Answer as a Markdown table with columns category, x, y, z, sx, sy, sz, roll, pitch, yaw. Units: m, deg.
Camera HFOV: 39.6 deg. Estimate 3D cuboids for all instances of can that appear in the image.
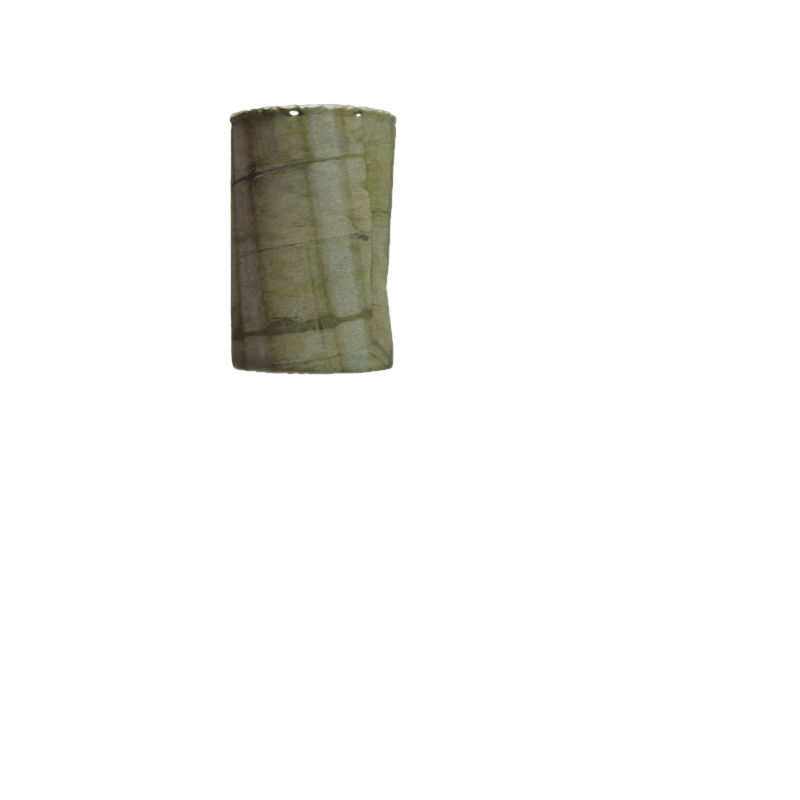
| category | x | y | z | sx | sy | sz | roll | pitch | yaw |
| --- | --- | --- | --- | --- | --- | --- | --- | --- | --- |
| can | -0.035 | -0.064 | 0.450 | 0.068 | 0.102 | 0.069 | 0 | 1 | -2 |
